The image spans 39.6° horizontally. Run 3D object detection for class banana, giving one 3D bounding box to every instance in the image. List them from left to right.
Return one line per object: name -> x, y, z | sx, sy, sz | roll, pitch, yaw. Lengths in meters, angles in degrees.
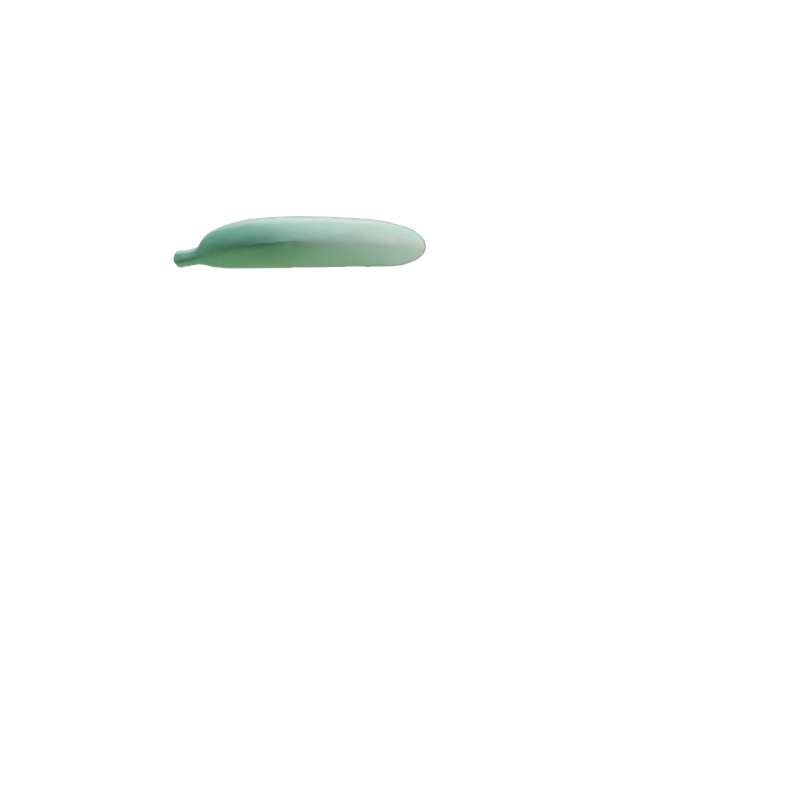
banana -> -0.060, -0.114, 0.800 | 0.193, 0.036, 0.072 | -3, 8, -22
